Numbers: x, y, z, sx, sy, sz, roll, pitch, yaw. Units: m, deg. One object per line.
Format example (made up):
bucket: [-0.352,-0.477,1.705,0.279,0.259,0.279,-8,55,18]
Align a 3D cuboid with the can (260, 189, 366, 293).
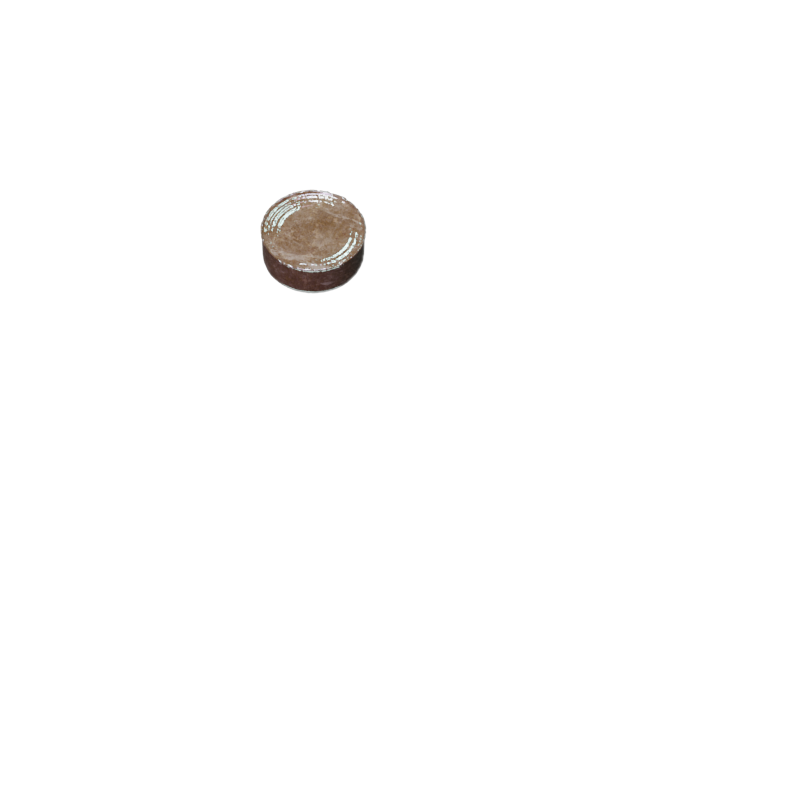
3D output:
can: [-0.071,-0.130,0.910,0.086,0.092,0.031,-1,-37,-1]
